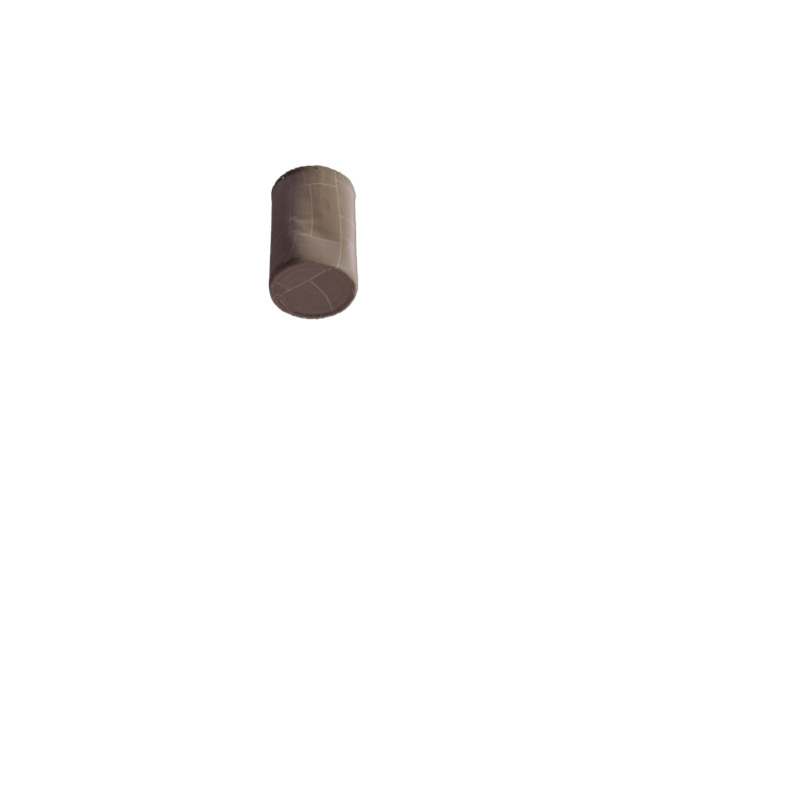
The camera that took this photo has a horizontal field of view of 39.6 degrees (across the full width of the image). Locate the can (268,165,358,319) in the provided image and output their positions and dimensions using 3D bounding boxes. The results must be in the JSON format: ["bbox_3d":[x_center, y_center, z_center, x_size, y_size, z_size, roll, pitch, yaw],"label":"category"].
[{"bbox_3d":[-0.067,-0.122,0.853,0.068,0.110,0.064,-1,-39,-3],"label":"can"}]
